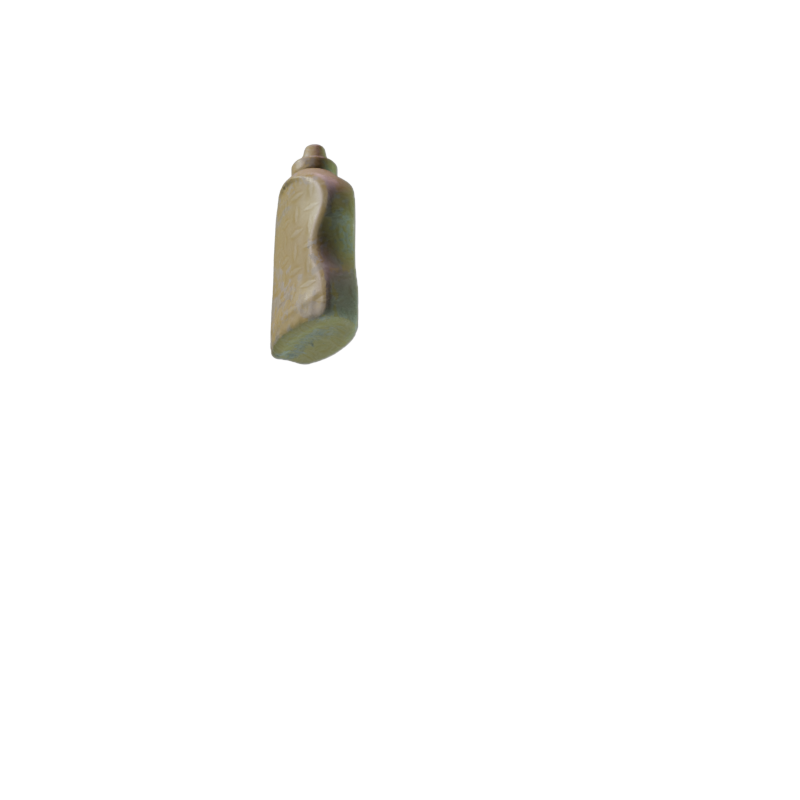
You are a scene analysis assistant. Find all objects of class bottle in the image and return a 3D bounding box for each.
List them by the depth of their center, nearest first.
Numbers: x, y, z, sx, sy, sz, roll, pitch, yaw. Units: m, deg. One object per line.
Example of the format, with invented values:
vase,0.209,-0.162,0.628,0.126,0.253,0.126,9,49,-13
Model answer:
bottle,-0.073,-0.134,0.937,0.056,0.204,0.094,13,-31,-27
